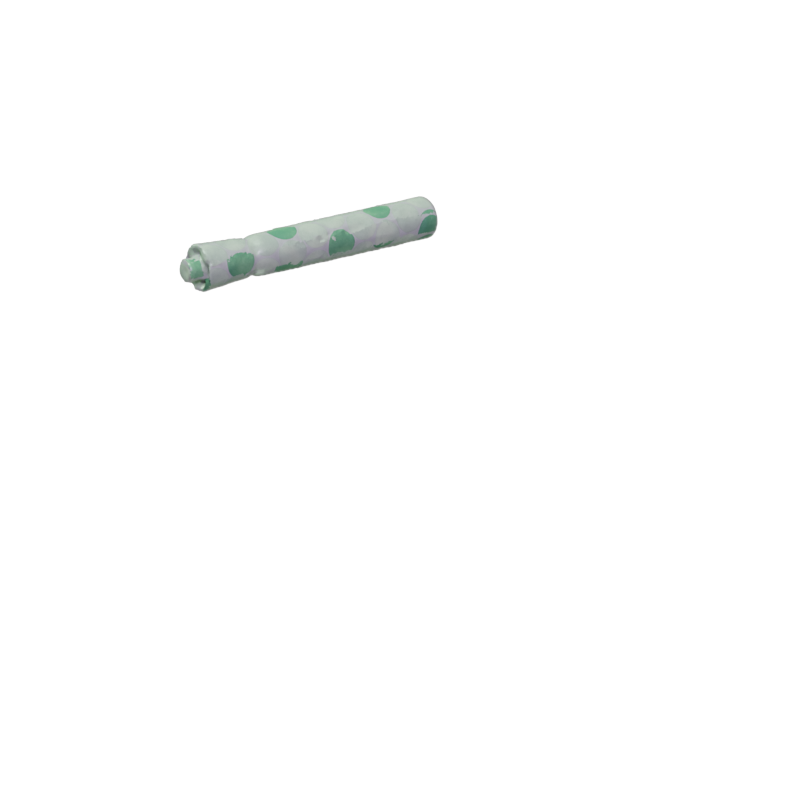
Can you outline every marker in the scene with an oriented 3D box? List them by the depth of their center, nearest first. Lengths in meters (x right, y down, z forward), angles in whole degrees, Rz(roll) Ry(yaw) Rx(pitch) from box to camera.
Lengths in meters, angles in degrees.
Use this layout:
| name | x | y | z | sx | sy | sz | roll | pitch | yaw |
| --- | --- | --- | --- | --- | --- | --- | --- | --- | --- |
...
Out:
| name | x | y | z | sx | sy | sz | roll | pitch | yaw |
| --- | --- | --- | --- | --- | --- | --- | --- | --- | --- |
| marker | -0.035 | -0.065 | 0.453 | 0.119 | 0.019 | 0.021 | -19 | 14 | -35 |
